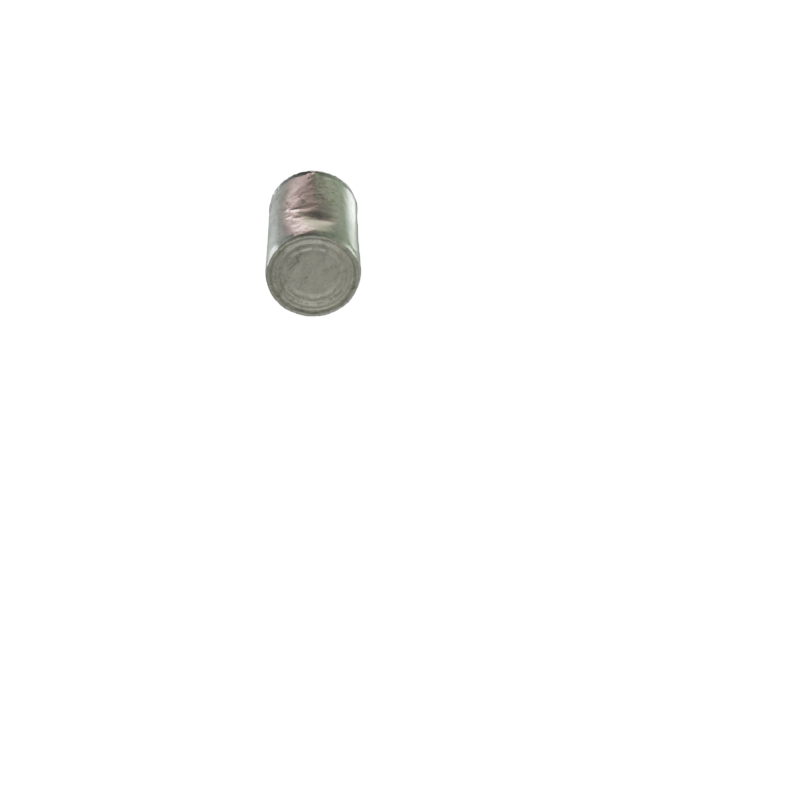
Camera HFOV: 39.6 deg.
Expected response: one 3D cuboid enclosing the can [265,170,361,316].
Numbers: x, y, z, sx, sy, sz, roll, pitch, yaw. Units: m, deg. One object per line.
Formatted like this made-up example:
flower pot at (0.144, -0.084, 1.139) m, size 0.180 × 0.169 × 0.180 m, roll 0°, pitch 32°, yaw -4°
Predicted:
can at (-0.063, -0.115, 0.806) m, size 0.068 × 0.064 × 0.109 m, roll -1°, pitch 33°, yaw -3°
